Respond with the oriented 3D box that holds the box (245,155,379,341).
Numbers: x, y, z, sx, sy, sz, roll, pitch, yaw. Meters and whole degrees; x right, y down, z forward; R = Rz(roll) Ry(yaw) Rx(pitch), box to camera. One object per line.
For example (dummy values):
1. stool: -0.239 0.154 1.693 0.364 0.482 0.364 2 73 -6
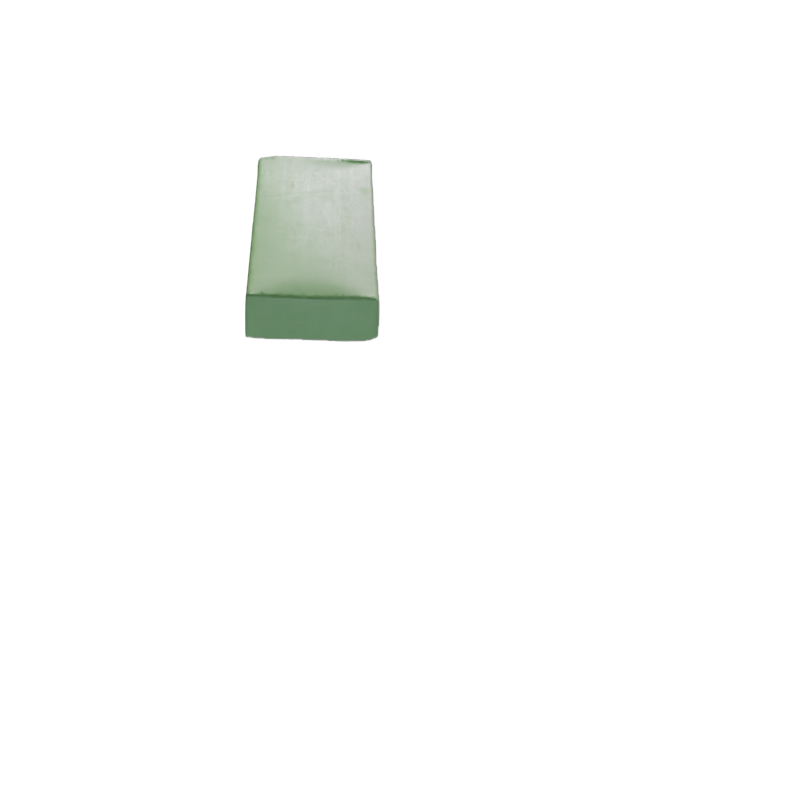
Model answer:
1. box: -0.065 -0.118 0.824 0.093 0.045 0.189 0 44 -4
